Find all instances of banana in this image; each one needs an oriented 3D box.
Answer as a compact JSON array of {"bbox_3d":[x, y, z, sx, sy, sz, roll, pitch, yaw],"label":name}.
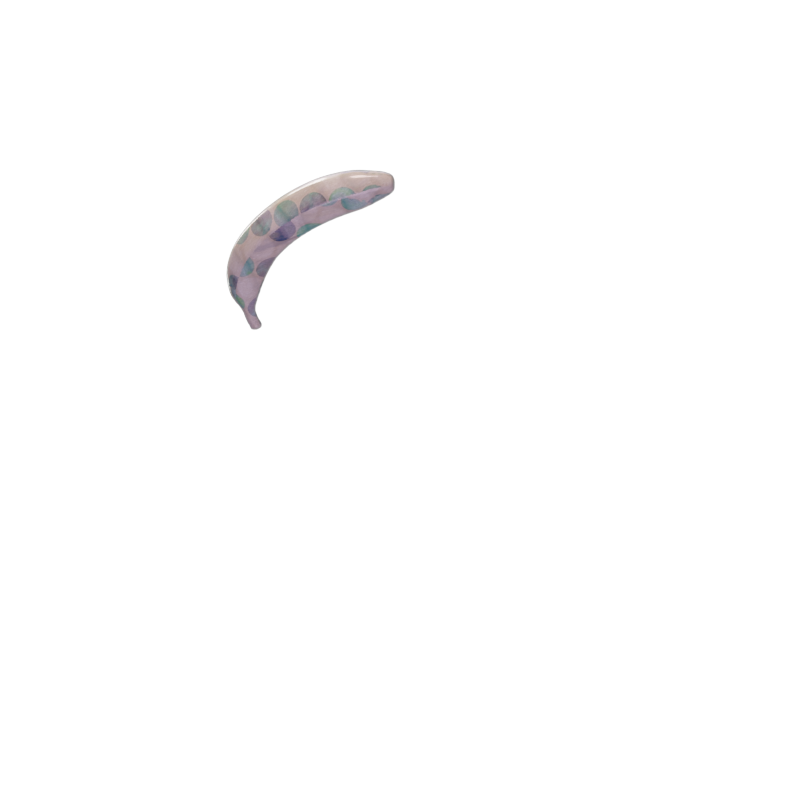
[{"bbox_3d":[-0.091,-0.142,0.949,0.066,0.039,0.194,33,-58,-26],"label":"banana"}]
